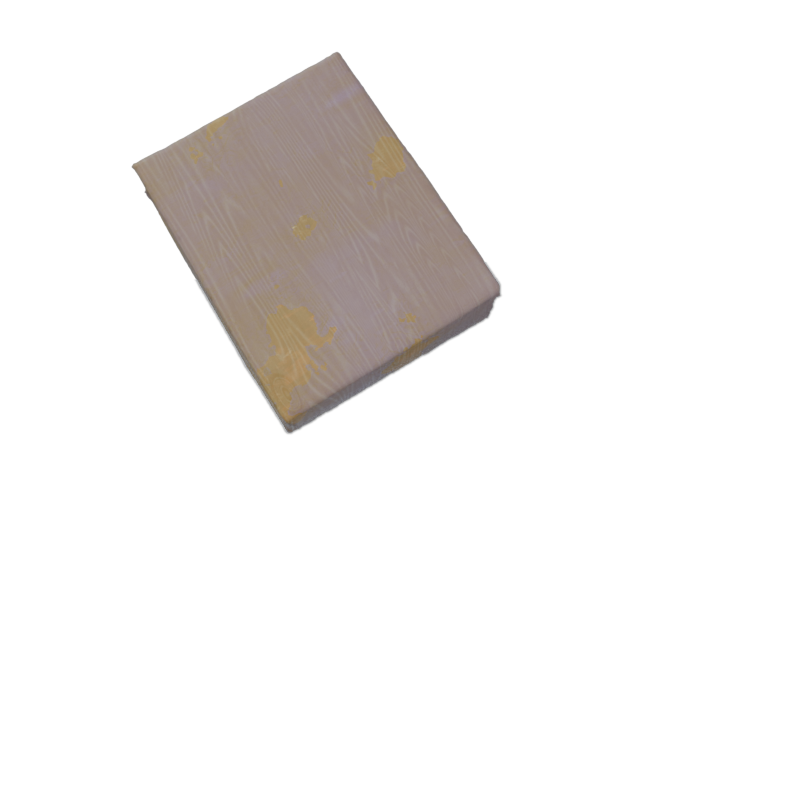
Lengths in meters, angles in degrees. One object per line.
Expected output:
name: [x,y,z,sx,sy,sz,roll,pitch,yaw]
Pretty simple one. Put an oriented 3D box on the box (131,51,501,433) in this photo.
box: [-0.032,-0.059,0.410,0.090,0.119,0.037,-31,-16,-10]
